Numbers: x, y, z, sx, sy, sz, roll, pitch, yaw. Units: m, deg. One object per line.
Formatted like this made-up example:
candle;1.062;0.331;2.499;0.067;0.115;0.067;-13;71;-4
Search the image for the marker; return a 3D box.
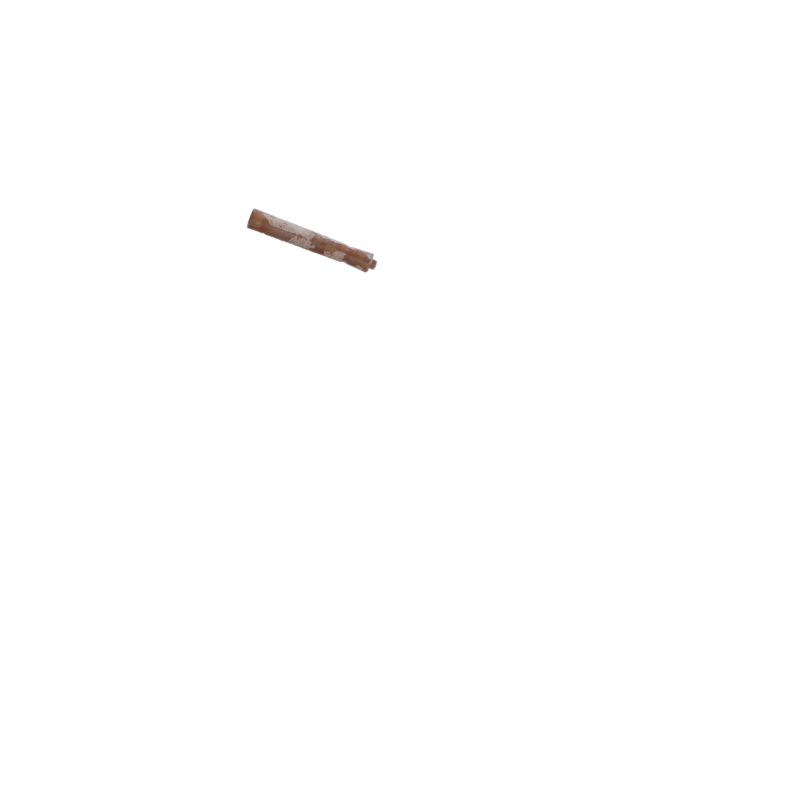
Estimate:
marker;-0.077;-0.141;0.990;0.119;0.020;0.020;20;0;-9
